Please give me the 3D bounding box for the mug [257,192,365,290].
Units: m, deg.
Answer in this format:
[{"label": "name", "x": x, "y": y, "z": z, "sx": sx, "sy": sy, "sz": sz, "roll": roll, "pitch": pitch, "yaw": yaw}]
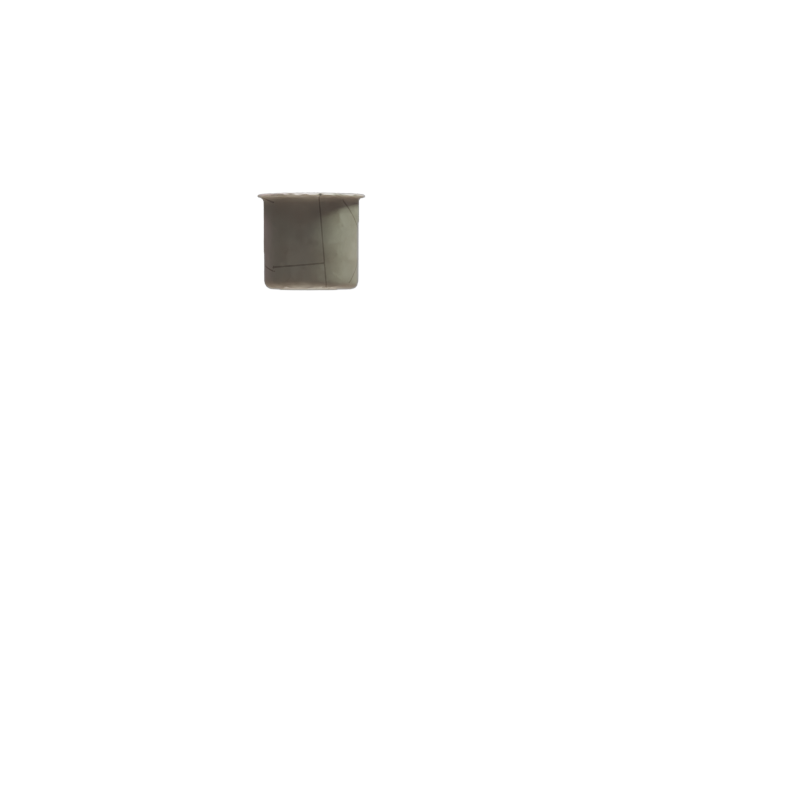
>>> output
[{"label": "mug", "x": -0.076, "y": -0.138, "z": 0.967, "sx": 0.094, "sy": 0.081, "sz": 0.117, "roll": 1, "pitch": 5, "yaw": 6}]
